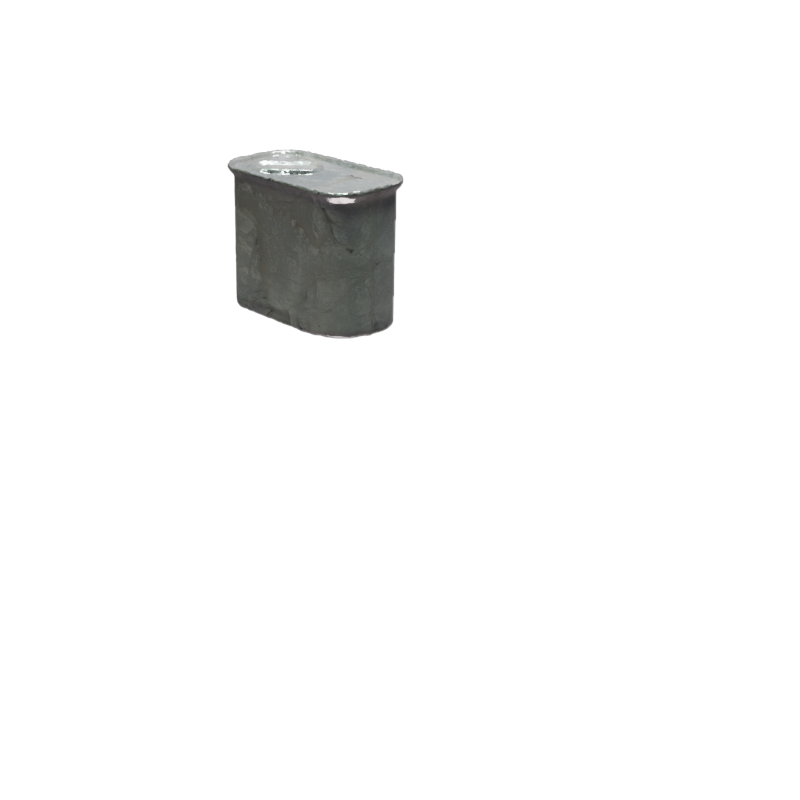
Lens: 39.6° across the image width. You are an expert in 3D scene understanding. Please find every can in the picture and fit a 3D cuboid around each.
[{"bbox_3d":[-0.048,-0.088,0.616,0.057,0.080,0.108,-19,29,-42],"label":"can"}]
